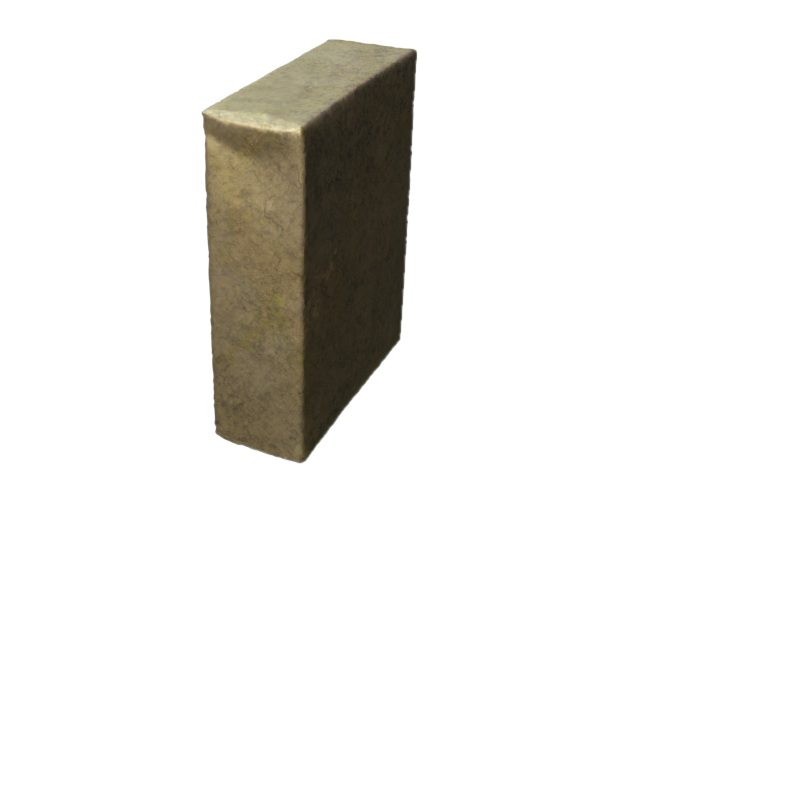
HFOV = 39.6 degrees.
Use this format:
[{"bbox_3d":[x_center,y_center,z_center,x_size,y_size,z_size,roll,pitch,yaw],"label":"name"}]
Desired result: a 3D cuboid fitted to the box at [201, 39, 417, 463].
[{"bbox_3d":[-0.054,-0.098,0.686,0.074,0.202,0.168,12,31,18],"label":"box"}]
